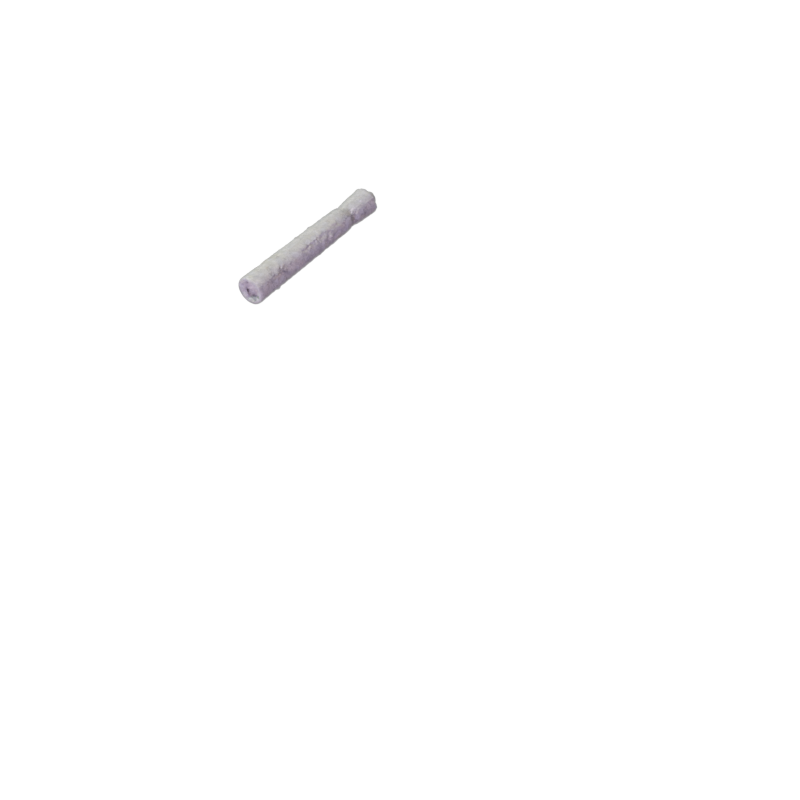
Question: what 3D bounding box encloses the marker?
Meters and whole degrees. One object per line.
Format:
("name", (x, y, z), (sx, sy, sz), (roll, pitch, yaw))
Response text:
("marker", (-0.054, -0.099, 0.693), (0.021, 0.019, 0.123), (3, 36, 42))
